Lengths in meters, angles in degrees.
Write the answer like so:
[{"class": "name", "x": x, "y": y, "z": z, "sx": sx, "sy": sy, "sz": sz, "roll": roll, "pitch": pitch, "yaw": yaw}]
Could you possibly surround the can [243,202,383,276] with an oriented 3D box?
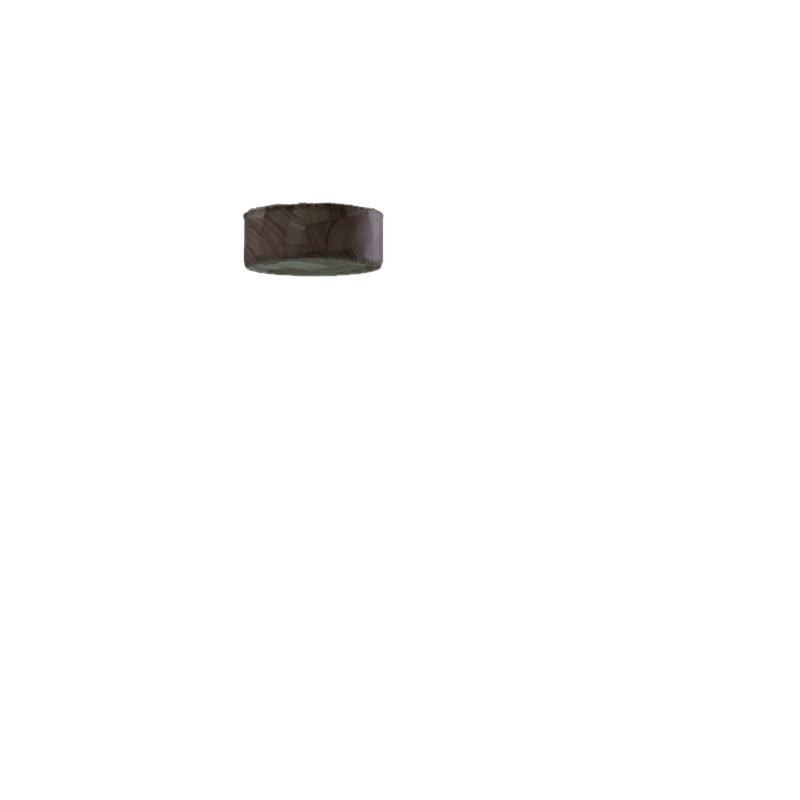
[{"class": "can", "x": -0.053, "y": -0.096, "z": 0.673, "sx": 0.086, "sy": 0.034, "sz": 0.085, "roll": 0, "pitch": -1, "yaw": -2}]
